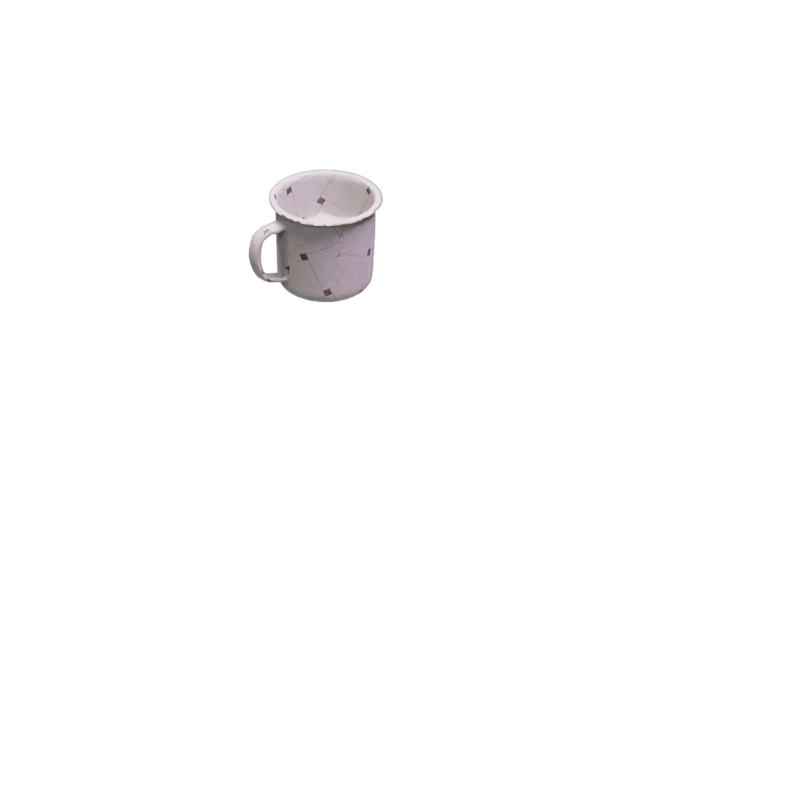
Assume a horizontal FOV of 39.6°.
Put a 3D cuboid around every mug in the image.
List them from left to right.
[{"bbox_3d":[-0.072,-0.131,0.919,0.116,0.076,0.100,-22,42,-29],"label":"mug"}]
